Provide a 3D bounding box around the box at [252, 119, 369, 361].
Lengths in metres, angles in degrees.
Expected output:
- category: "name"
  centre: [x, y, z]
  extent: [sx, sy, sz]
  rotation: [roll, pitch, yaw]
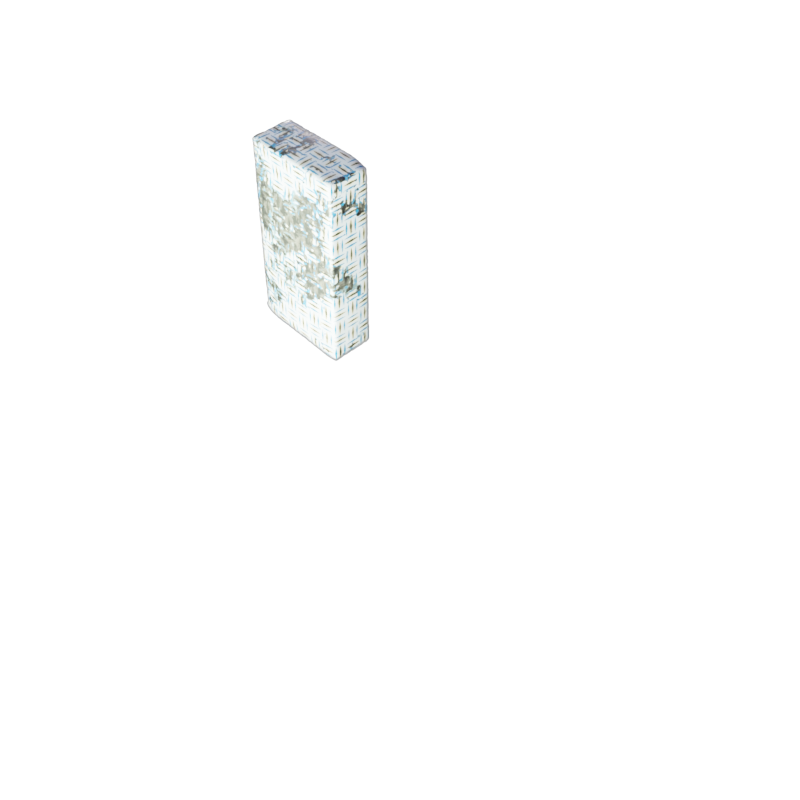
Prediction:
- category: "box"
  centre: [-0.069, -0.126, 0.882]
  extent: [0.048, 0.164, 0.100]
  rotation: [-29, 50, -32]
